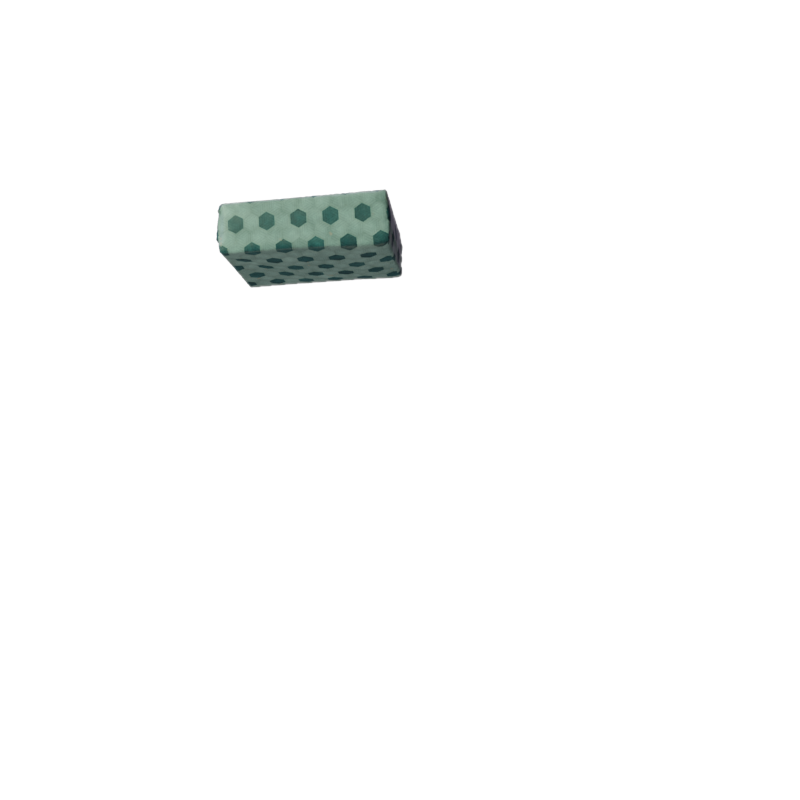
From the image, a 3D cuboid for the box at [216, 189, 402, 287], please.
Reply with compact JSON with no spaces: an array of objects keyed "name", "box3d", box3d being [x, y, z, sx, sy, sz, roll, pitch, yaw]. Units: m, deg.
[{"name":"box","box3d":[-0.058,-0.107,0.747,0.115,0.040,0.086,-1,-10,8]}]
